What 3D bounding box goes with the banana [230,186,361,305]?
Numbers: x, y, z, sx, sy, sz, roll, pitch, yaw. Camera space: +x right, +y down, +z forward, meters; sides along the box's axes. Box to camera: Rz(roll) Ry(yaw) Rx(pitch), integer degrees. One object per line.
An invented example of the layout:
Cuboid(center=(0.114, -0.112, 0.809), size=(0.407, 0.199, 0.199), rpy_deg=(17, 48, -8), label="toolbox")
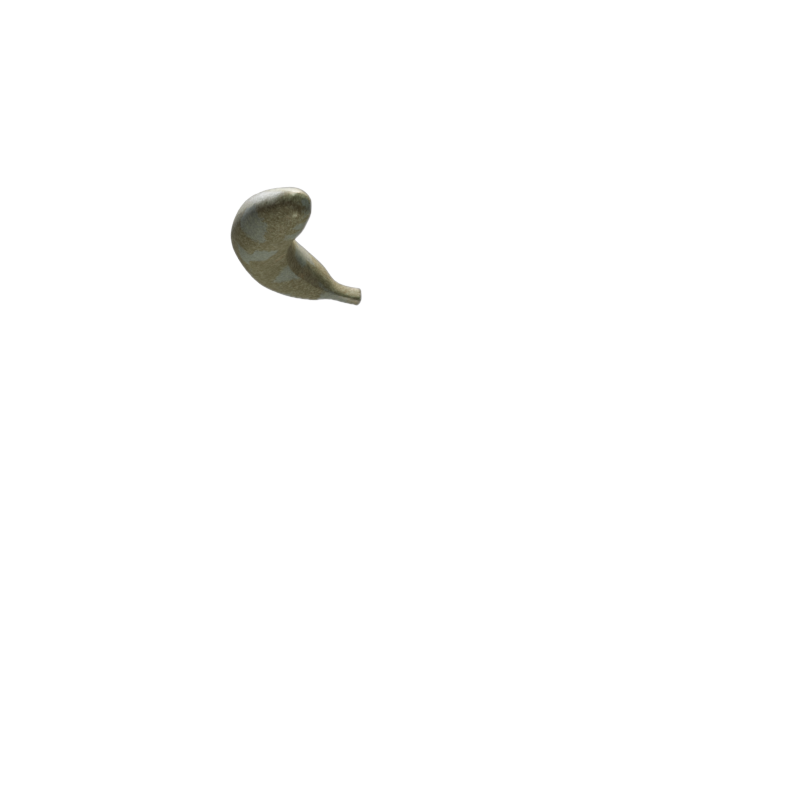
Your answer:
Cuboid(center=(-0.072, -0.098, 0.698), size=(0.070, 0.038, 0.189), rpy_deg=(-2, -9, 8), label="banana")
